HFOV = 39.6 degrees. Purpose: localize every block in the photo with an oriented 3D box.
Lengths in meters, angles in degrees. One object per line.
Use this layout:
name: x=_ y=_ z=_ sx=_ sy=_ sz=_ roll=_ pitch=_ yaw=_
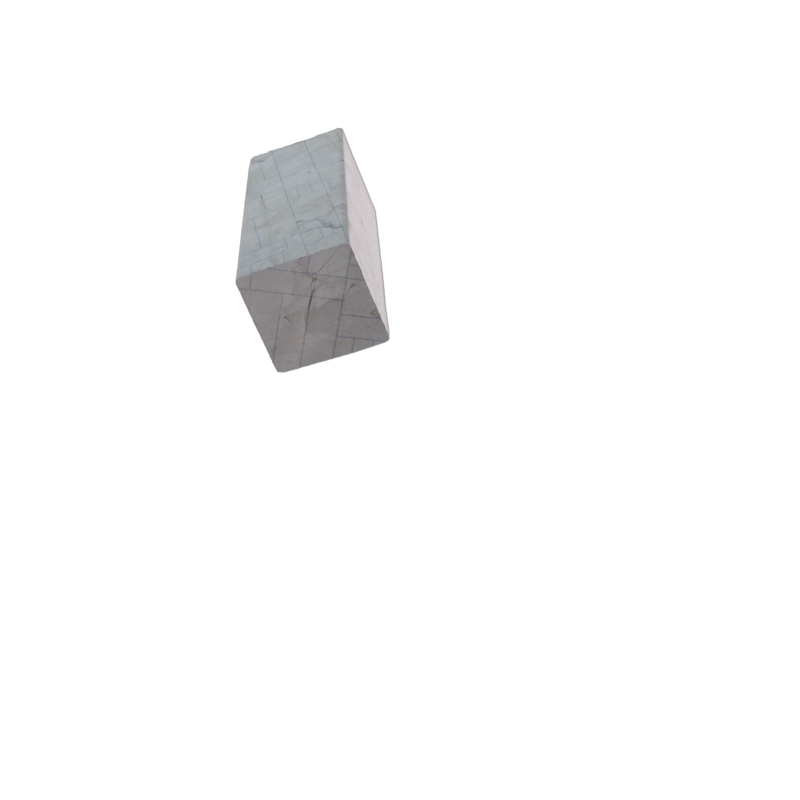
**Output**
block: x=-0.070 y=-0.126 z=0.884 sx=0.090 sy=0.084 sz=0.220 roll=-18 pitch=34 yaw=8
